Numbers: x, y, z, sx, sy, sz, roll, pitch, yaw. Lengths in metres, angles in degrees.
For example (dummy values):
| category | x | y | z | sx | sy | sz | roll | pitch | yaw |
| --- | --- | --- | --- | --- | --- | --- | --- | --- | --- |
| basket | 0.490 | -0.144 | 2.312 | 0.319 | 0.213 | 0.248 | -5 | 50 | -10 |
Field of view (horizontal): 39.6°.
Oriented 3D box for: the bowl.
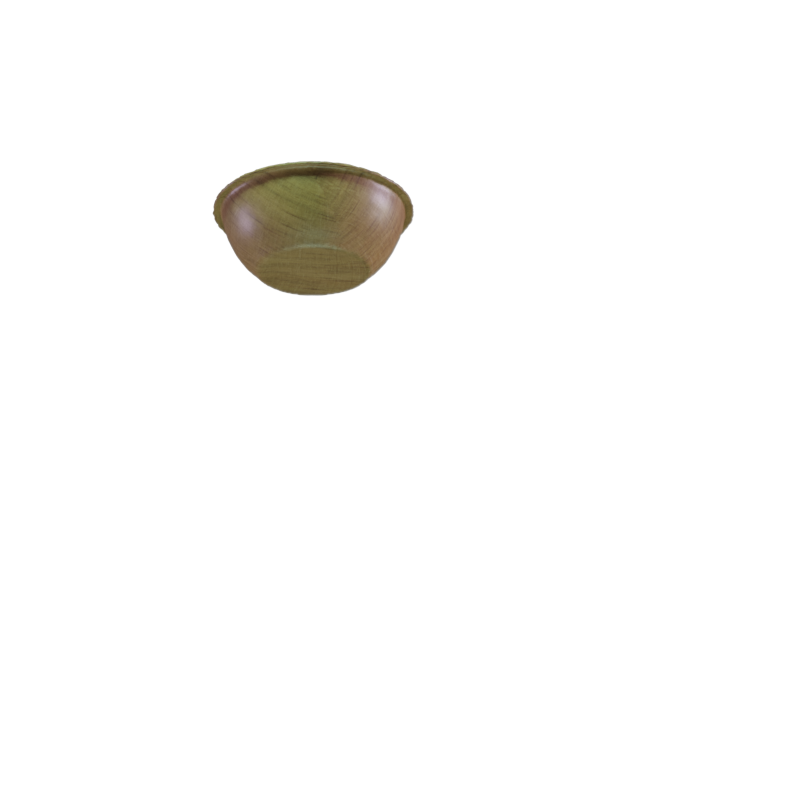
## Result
| category | x | y | z | sx | sy | sz | roll | pitch | yaw |
| --- | --- | --- | --- | --- | --- | --- | --- | --- | --- |
| bowl | -0.069 | -0.126 | 0.884 | 0.162 | 0.058 | 0.154 | 1 | -21 | -2 |
